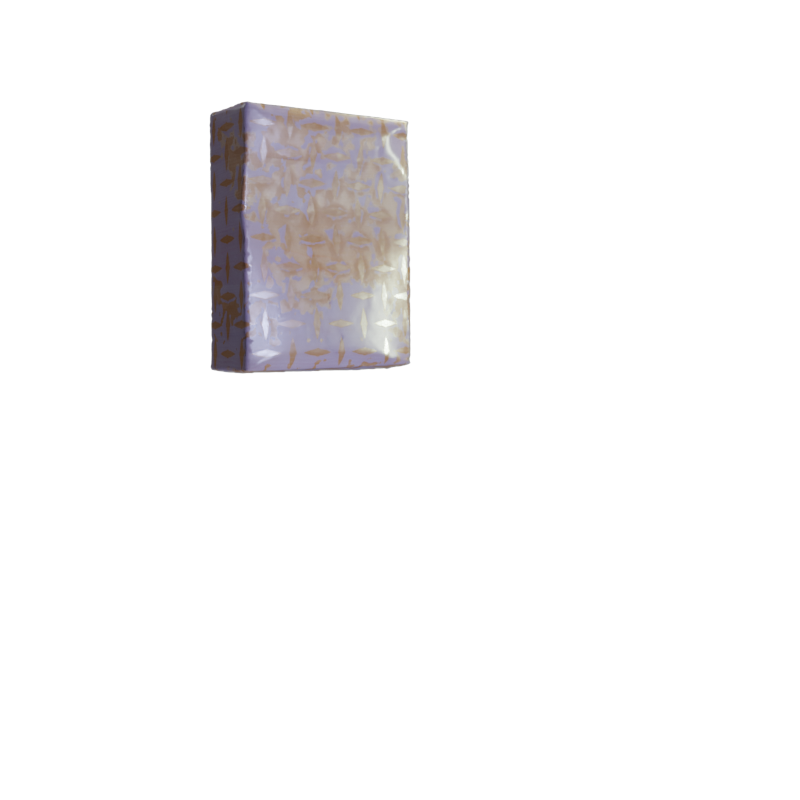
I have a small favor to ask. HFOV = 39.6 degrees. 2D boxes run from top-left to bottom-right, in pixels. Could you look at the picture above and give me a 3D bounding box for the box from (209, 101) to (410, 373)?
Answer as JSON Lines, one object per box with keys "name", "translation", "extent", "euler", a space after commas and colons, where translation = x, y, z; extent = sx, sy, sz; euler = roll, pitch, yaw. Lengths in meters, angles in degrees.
{"name": "box", "translation": [-0.072, -0.132, 0.924], "extent": [0.158, 0.216, 0.074], "euler": [1, -3, -34]}
